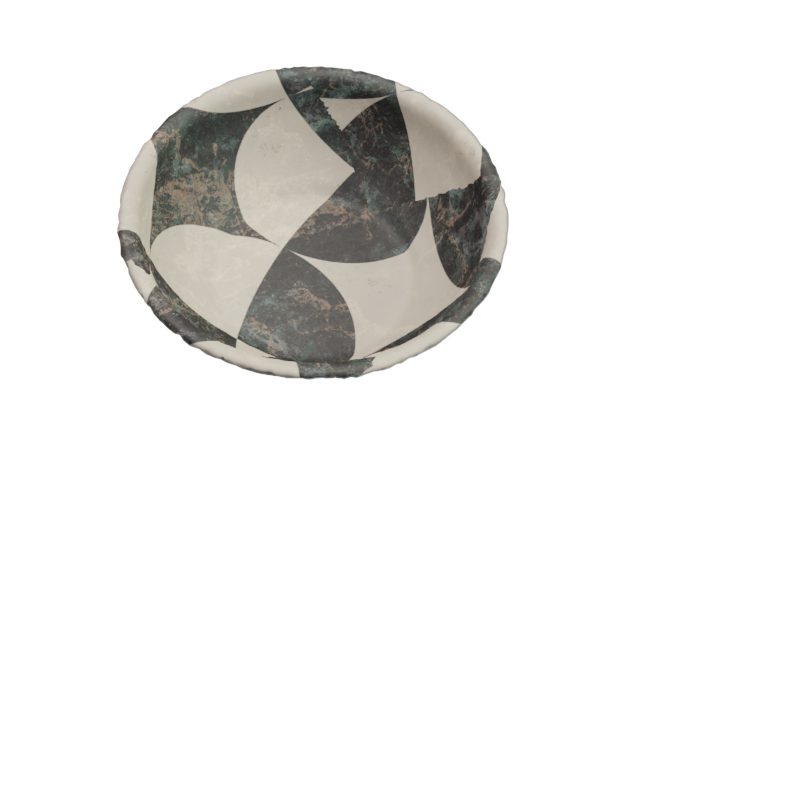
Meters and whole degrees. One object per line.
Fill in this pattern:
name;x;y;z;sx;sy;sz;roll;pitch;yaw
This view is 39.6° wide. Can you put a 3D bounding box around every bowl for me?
bowl;-0.038;-0.069;0.480;0.162;0.173;0.051;-1;-32;-1
